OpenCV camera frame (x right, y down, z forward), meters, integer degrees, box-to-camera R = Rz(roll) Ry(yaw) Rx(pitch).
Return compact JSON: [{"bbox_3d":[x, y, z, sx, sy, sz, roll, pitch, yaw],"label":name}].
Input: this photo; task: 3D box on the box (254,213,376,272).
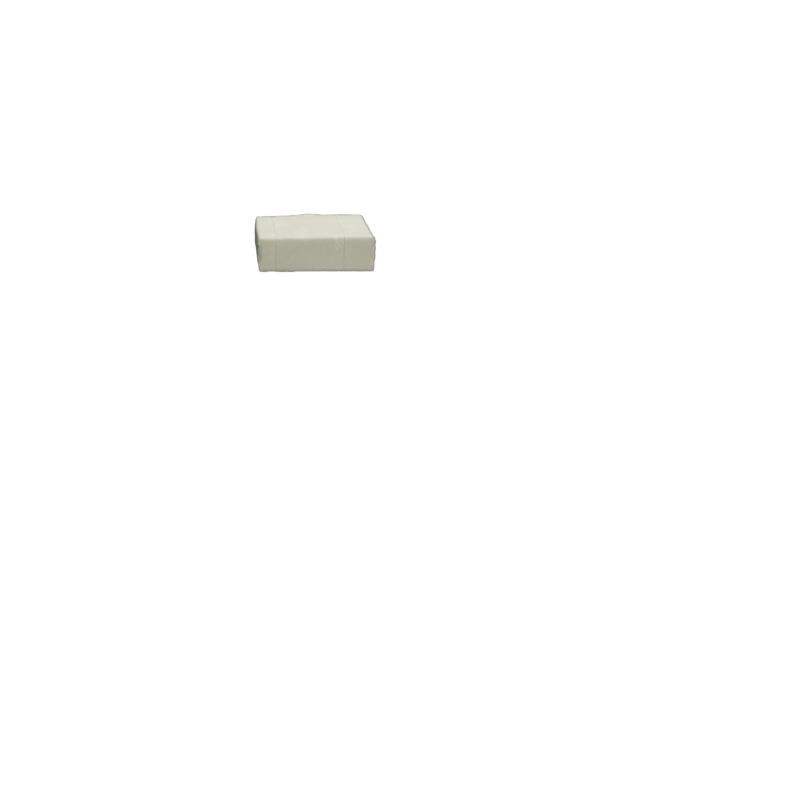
[{"bbox_3d":[-0.067,-0.122,0.855,0.089,0.029,0.077,-2,21,-6],"label":"box"}]
